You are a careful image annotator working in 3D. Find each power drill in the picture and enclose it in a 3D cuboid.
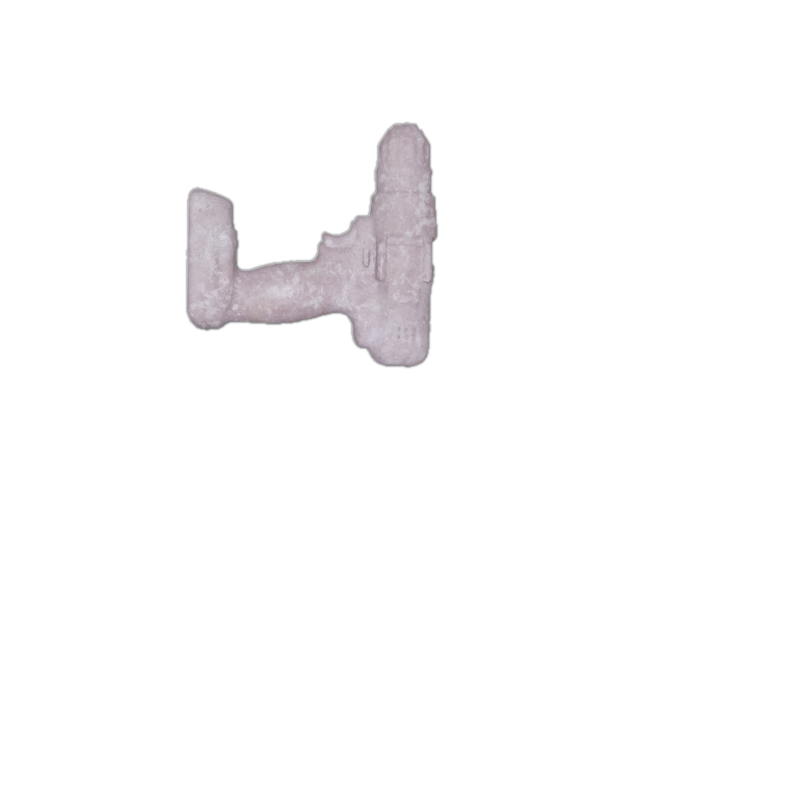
[{"bbox_3d":[-0.066,-0.120,0.838,0.187,0.188,0.056,1,-6,0],"label":"power drill"}]
